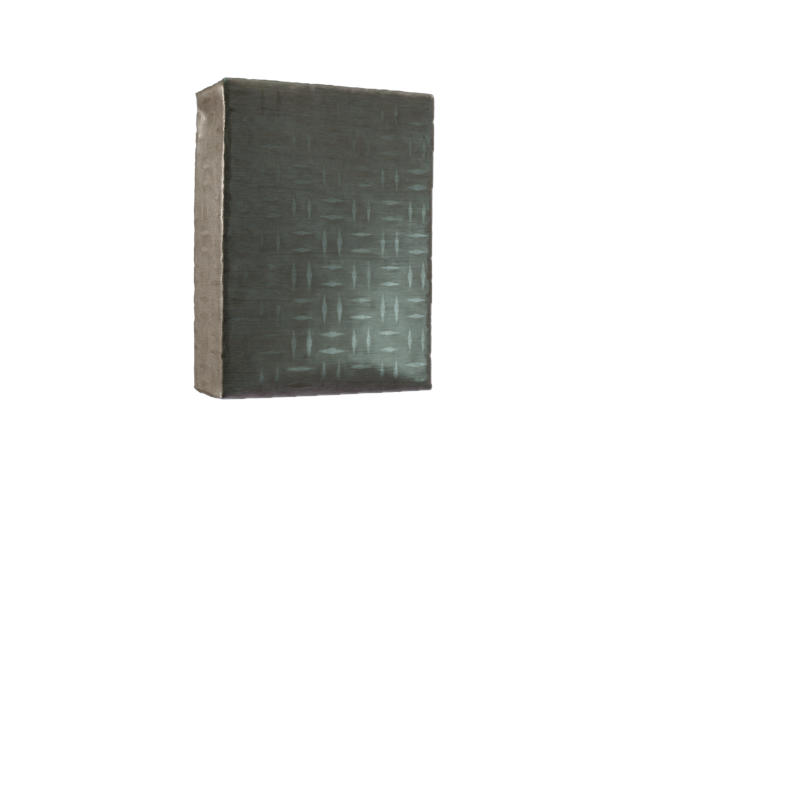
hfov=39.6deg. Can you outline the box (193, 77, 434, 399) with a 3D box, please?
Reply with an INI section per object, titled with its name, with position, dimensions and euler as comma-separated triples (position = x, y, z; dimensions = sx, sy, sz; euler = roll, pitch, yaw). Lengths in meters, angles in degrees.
[box]
position = -0.061, -0.112, 0.785
dimensions = 0.159, 0.214, 0.074
euler = -1, -1, -27
